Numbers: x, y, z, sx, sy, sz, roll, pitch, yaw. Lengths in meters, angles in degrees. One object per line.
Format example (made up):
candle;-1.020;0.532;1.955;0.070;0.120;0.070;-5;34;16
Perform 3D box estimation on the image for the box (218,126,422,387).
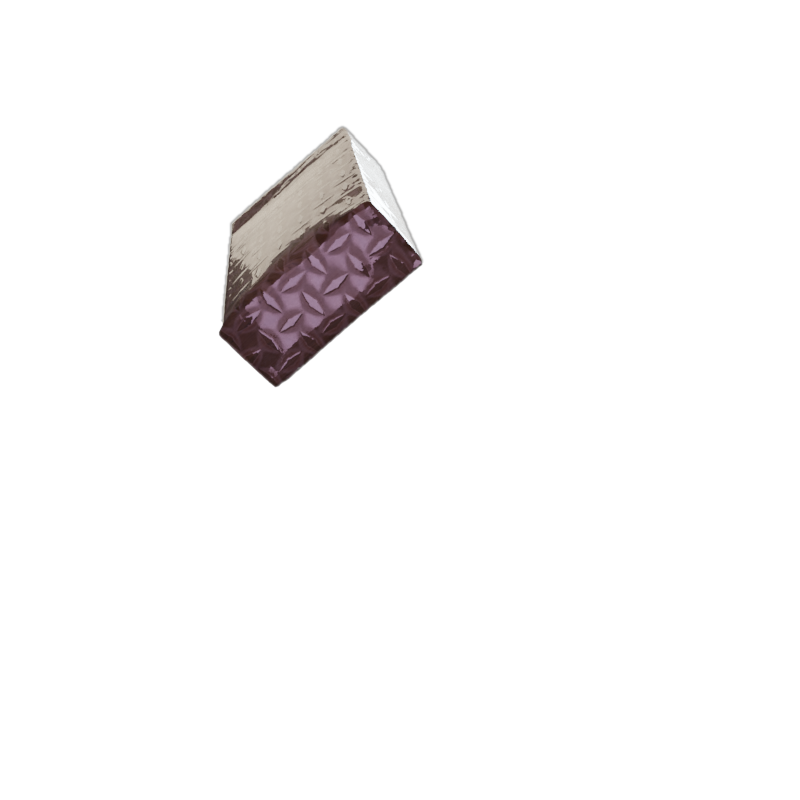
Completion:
box;-0.045;-0.082;0.577;0.093;0.046;0.184;-39;20;11
